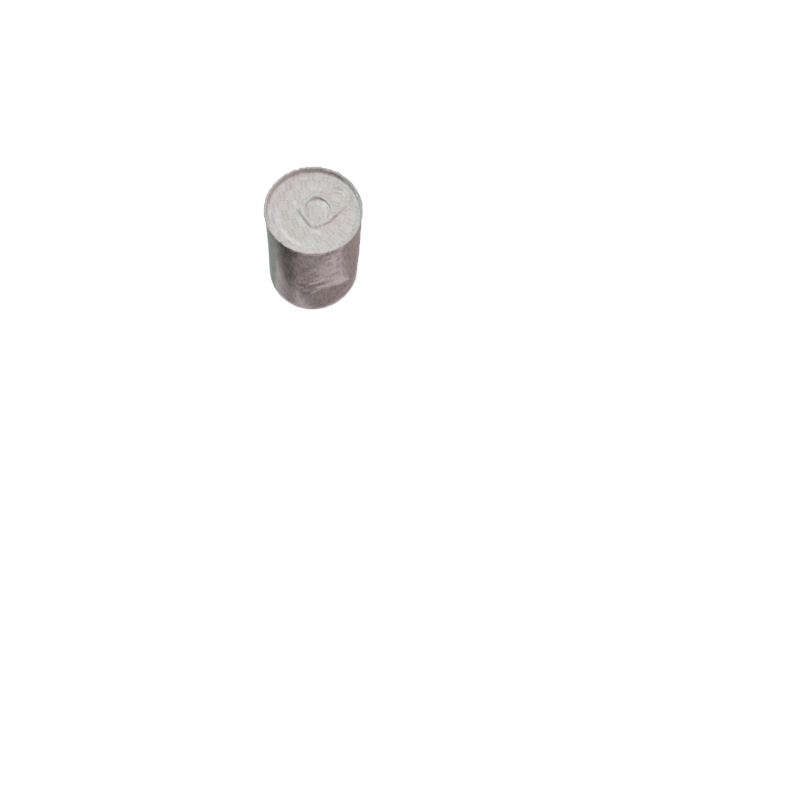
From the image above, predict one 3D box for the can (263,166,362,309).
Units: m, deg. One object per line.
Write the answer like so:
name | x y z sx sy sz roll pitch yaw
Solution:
can | -0.063 -0.115 0.803 0.068 0.072 0.097 0 -21 -3
